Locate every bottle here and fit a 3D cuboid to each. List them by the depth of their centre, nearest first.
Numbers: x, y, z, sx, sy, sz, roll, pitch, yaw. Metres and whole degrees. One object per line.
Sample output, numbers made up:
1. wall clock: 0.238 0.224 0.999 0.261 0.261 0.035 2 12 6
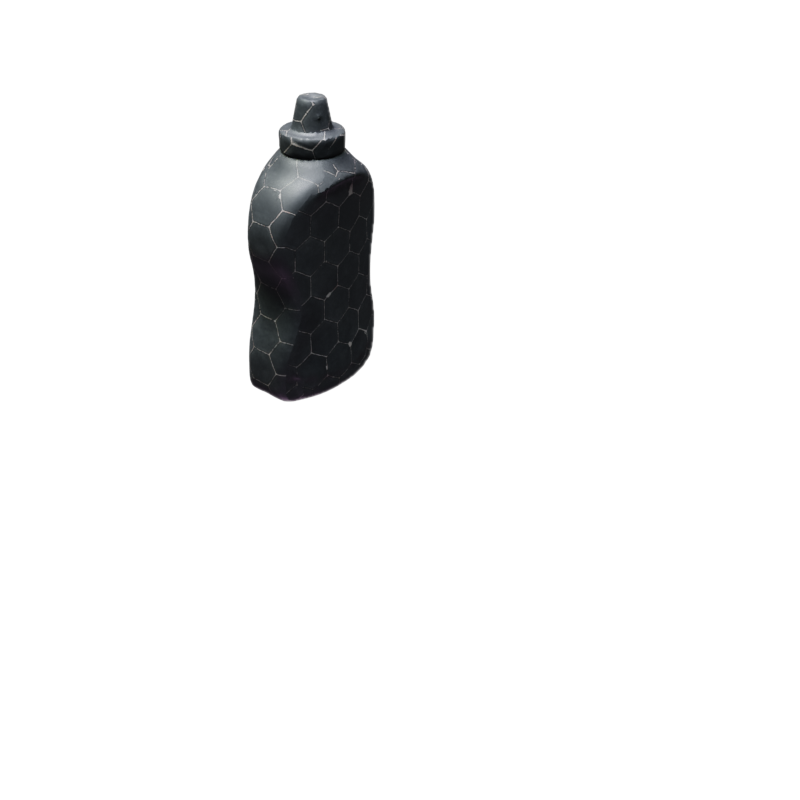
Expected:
1. bottle: -0.056 -0.101 0.705 0.062 0.181 0.096 22 34 34
